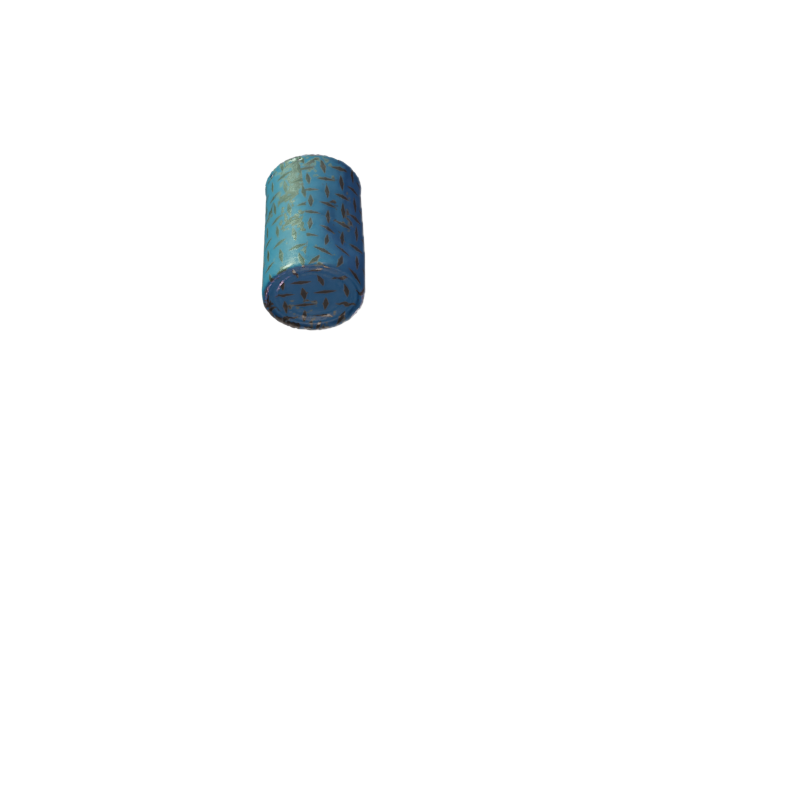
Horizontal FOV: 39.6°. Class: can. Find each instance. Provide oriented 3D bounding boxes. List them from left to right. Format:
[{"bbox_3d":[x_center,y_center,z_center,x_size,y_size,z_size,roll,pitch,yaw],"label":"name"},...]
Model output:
[{"bbox_3d":[-0.058,-0.106,0.745,0.068,0.110,0.064,-1,-40,-3],"label":"can"}]
